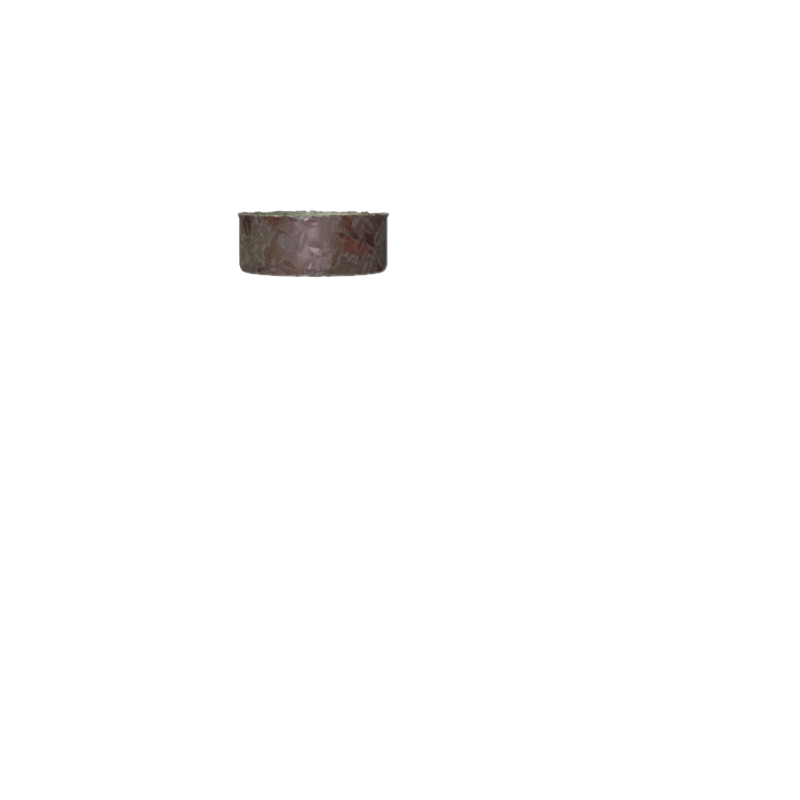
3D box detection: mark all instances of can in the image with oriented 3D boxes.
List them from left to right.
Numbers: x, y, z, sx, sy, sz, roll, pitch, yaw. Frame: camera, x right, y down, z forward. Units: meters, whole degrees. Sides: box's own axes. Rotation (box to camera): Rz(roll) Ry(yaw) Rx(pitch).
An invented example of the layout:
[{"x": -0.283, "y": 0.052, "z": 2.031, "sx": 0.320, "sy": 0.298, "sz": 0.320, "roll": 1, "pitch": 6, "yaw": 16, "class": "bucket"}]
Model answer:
[{"x": -0.049, "y": -0.090, "z": 0.629, "sx": 0.086, "sy": 0.033, "sz": 0.087, "roll": 0, "pitch": 10, "yaw": -2, "class": "can"}]
